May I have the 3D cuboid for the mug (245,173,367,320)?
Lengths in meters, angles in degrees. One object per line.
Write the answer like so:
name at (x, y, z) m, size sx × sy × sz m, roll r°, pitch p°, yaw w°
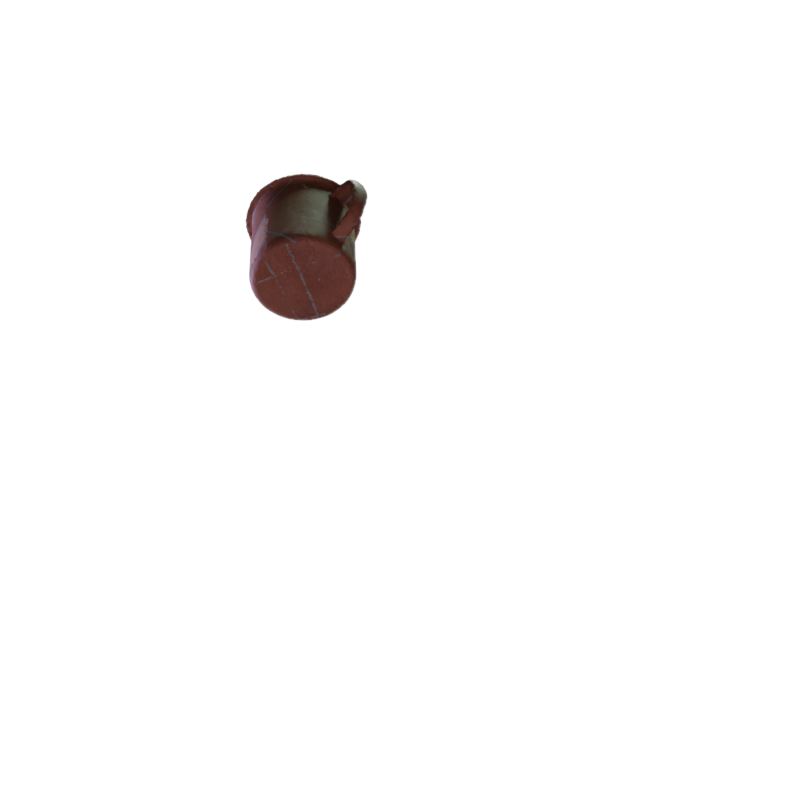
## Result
mug at (-0.067, -0.123, 0.861) m, size 0.088 × 0.087 × 0.116 m, roll 37°, pitch -60°, yaw -27°
